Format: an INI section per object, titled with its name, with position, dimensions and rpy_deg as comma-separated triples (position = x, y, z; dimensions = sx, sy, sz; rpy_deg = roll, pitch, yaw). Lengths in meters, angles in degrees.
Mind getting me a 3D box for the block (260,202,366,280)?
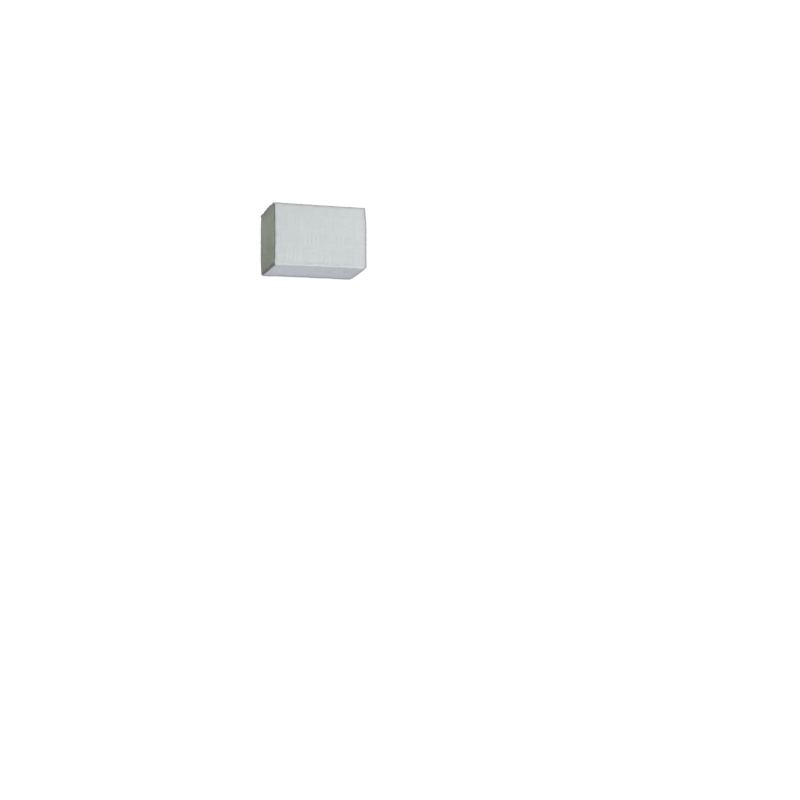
[block]
position = -0.070, -0.128, 0.897
dimensions = 0.076, 0.053, 0.053
rpy_deg = 2, -9, -16
